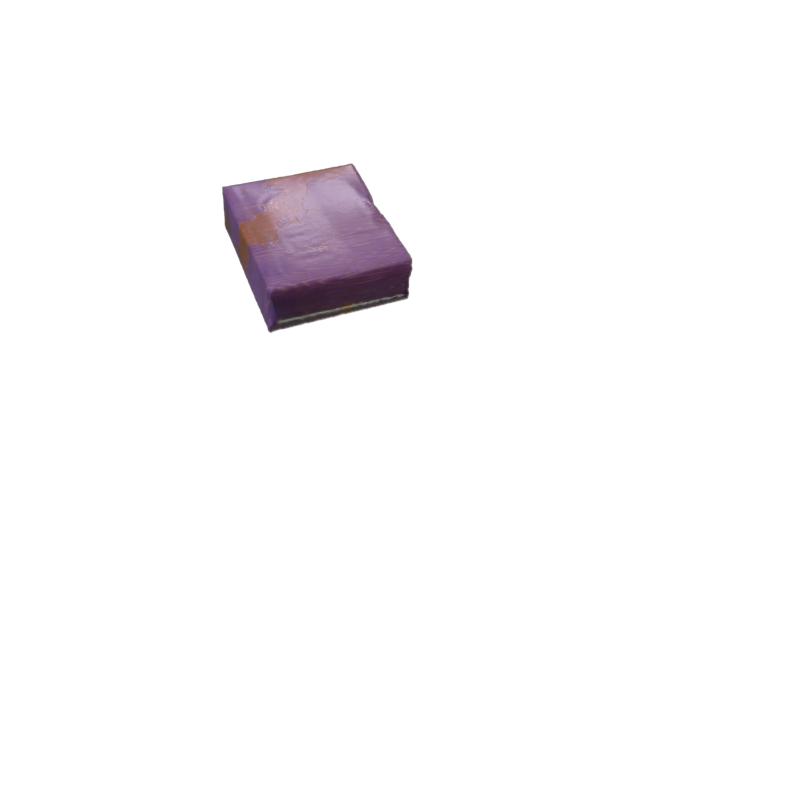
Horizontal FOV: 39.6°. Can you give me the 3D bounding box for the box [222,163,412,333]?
[{"bbox_3d":[-0.044,-0.080,0.559,0.072,0.028,0.097,-13,45,-14],"label":"box"}]
